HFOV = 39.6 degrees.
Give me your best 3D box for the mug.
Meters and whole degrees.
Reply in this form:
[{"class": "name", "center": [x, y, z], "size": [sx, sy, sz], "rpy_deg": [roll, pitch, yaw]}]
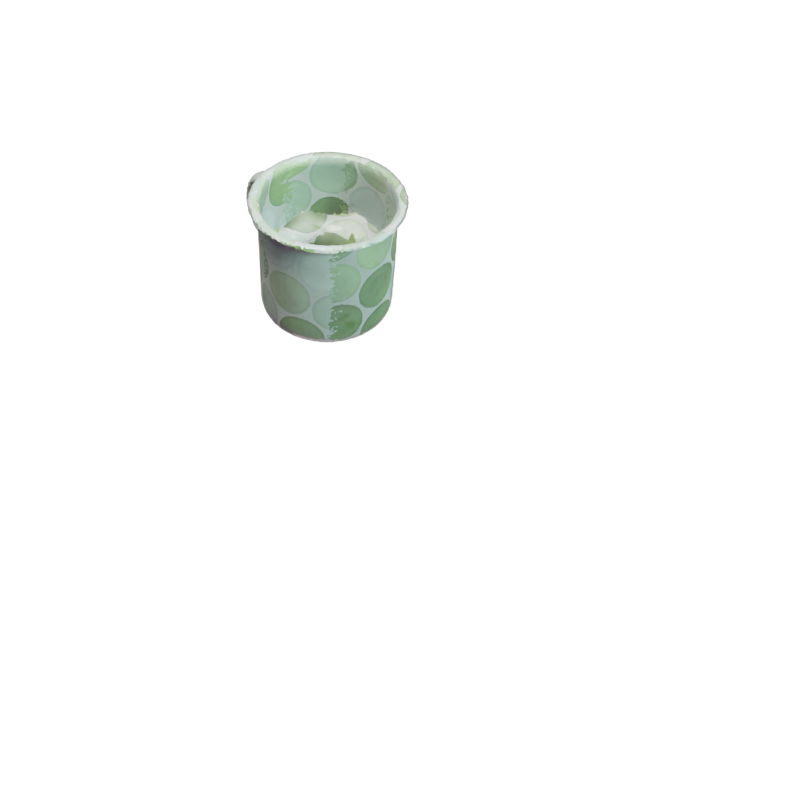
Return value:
[{"class": "mug", "center": [-0.053, -0.096, 0.672], "size": [0.125, 0.076, 0.094], "rpy_deg": [35, 53, 29]}]
